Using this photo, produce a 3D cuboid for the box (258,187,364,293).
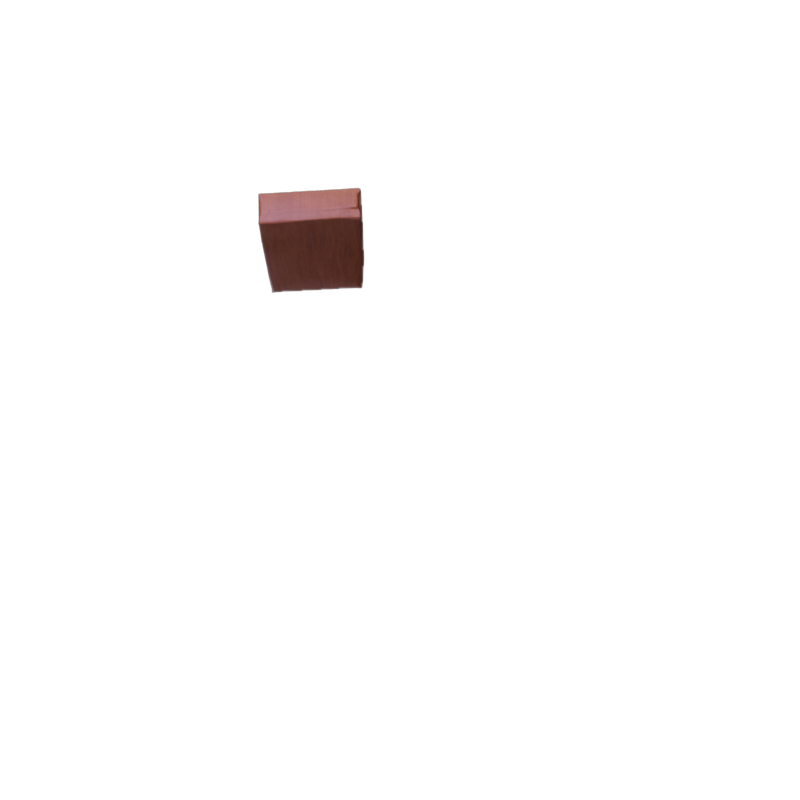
[{"bbox_3d":[-0.078,-0.142,0.994,0.090,0.042,0.106,-1,-33,1],"label":"box"}]
